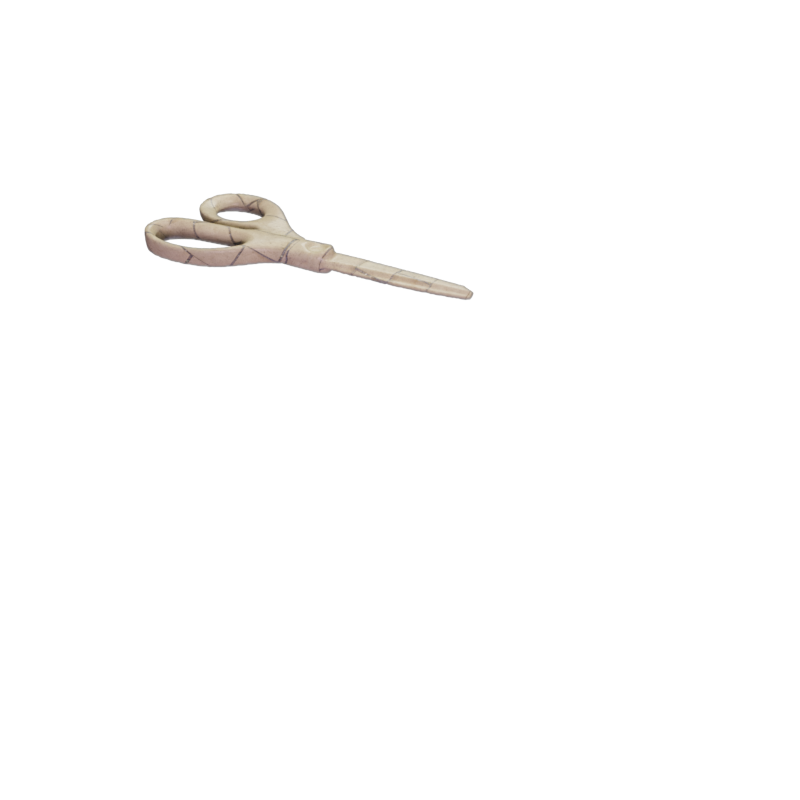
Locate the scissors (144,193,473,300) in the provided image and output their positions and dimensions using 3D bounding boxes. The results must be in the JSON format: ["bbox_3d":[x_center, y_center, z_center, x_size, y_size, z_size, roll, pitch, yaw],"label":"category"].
[{"bbox_3d":[-0.052,-0.095,0.664,0.206,0.015,0.100,7,33,12],"label":"scissors"}]
